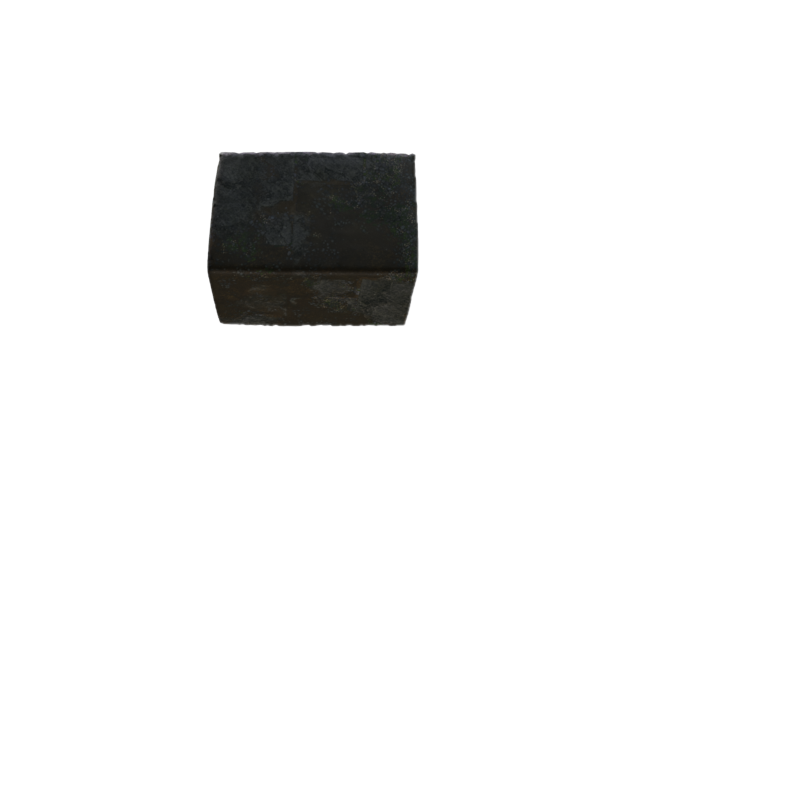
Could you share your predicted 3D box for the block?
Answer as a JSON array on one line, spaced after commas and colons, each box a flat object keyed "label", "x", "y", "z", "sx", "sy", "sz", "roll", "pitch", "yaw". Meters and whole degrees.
[{"label": "block", "x": -0.034, "y": -0.062, "z": 0.434, "sx": 0.078, "sy": 0.054, "sz": 0.050, "roll": 0, "pitch": -23, "yaw": -2}]
